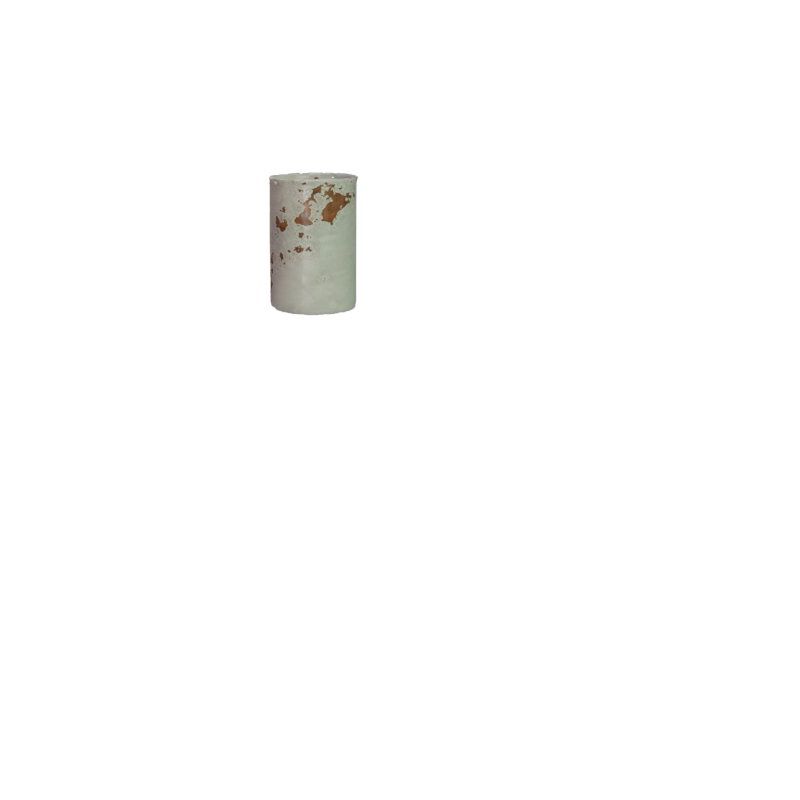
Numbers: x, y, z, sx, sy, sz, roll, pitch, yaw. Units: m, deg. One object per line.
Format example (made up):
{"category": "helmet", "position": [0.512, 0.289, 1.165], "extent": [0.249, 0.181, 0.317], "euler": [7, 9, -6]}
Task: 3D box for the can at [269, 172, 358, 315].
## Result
{"category": "can", "position": [-0.067, -0.122, 0.854], "extent": [0.068, 0.100, 0.070], "euler": [0, 11, -2]}
